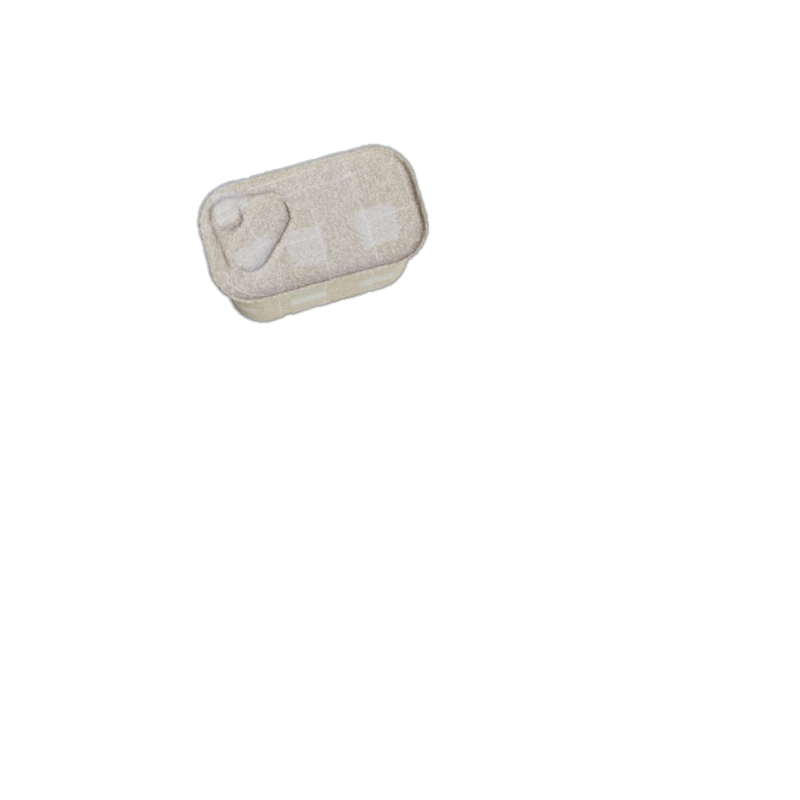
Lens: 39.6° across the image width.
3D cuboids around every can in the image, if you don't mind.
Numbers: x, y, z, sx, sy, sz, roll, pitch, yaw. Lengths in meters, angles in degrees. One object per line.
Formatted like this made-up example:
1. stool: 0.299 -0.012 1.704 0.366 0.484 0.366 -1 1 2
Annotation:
1. can: -0.043 -0.077 0.542 0.102 0.059 0.082 -16 -6 -4
